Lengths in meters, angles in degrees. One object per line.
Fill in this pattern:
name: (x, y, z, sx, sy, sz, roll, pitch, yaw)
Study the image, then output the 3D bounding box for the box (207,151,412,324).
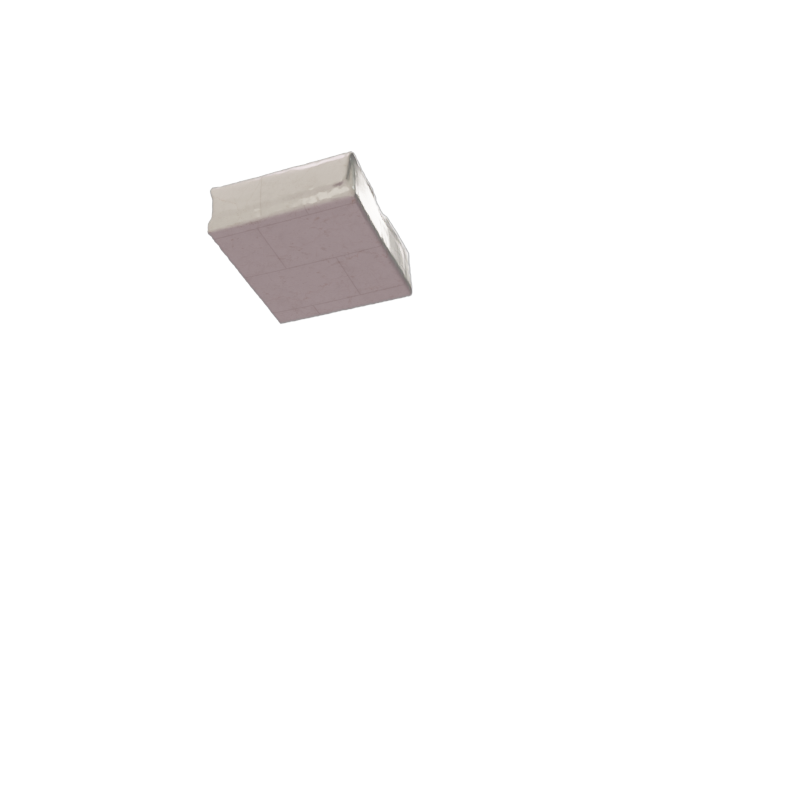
box: (-0.042, -0.077, 0.540, 0.074, 0.032, 0.082, -12, -34, 17)
